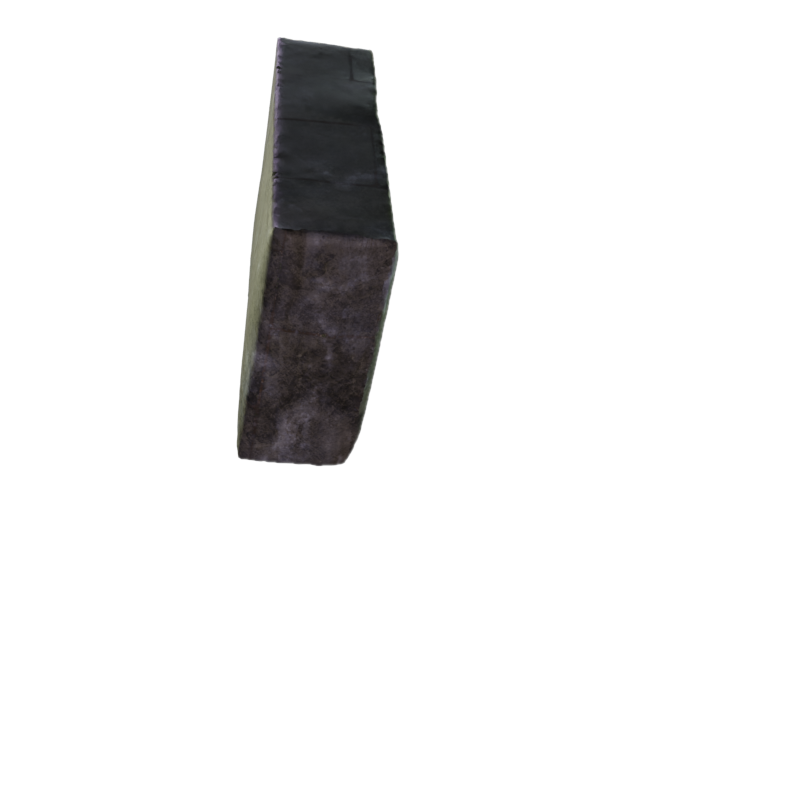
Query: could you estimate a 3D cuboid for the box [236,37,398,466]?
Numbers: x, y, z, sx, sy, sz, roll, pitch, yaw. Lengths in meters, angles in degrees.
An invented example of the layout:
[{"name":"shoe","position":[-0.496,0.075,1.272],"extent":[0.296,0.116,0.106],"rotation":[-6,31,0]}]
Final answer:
[{"name":"box","position":[-0.052,-0.095,0.663],"extent":[0.071,0.155,0.229],"rotation":[6,40,-9]}]
